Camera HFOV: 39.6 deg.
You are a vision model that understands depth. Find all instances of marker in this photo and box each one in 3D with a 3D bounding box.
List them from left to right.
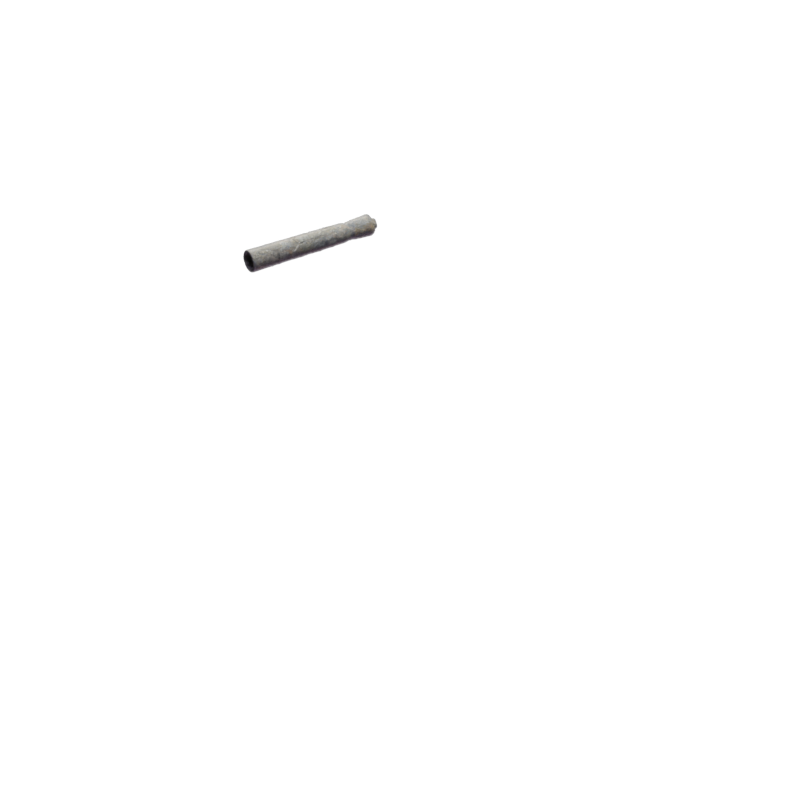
[{"bbox_3d":[-0.071,-0.130,0.909,0.119,0.019,0.020,-21,14,-27],"label":"marker"}]
